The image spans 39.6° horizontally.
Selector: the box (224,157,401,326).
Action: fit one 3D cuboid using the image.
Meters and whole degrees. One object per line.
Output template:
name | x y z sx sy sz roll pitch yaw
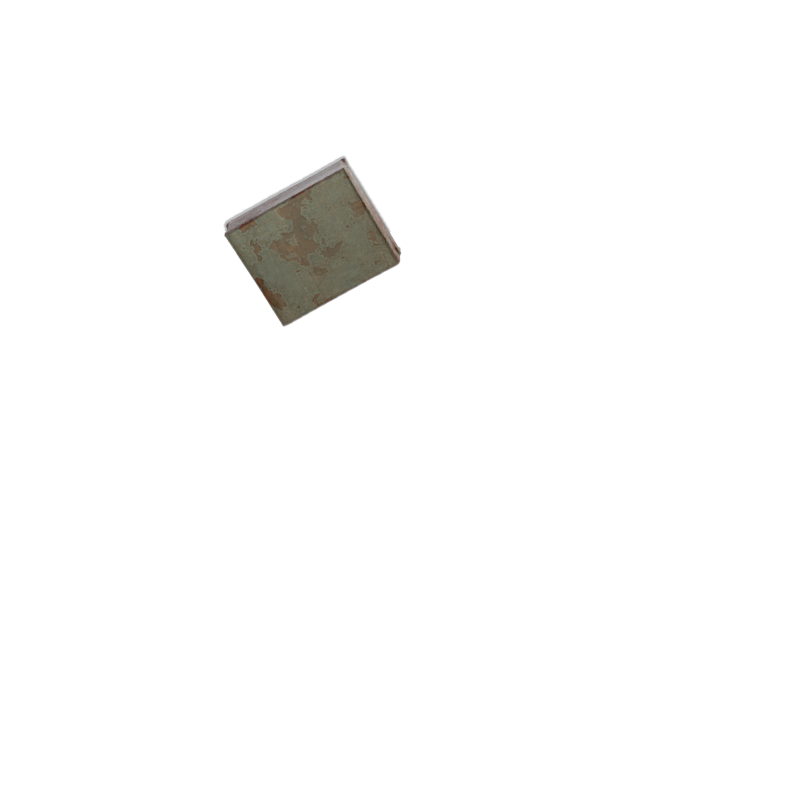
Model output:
box | -0.055 -0.100 0.700 0.089 0.070 0.032 -28 19 10
